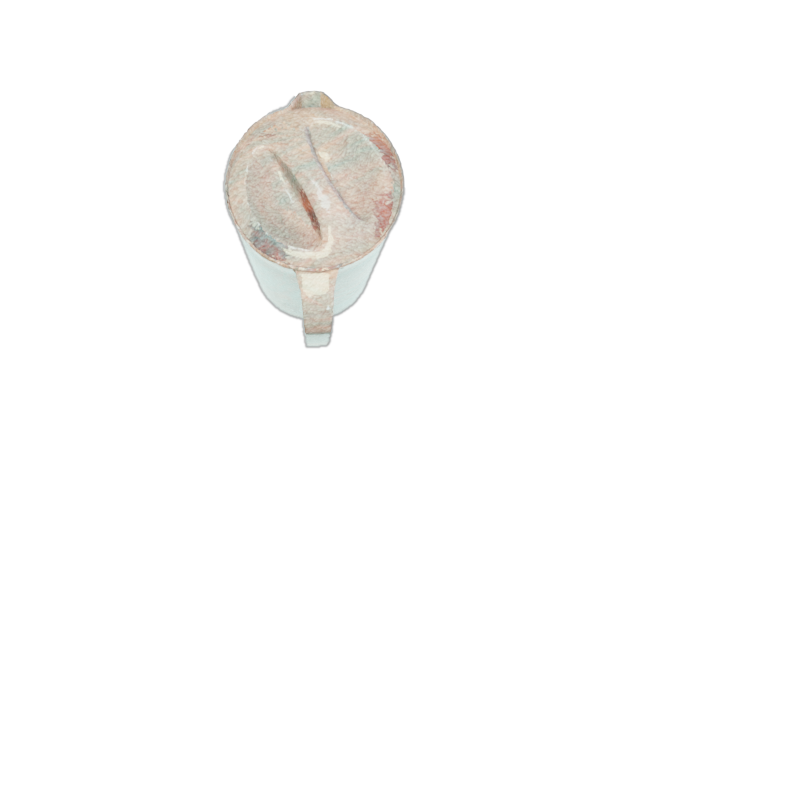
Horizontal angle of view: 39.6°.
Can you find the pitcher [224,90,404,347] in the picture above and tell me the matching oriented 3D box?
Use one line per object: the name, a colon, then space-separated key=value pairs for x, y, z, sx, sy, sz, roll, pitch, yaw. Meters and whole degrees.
pitcher: x=-0.073 y=-0.132 z=0.926 sx=0.148 sy=0.151 sz=0.236 roll=41 pitch=-10 yaw=5
